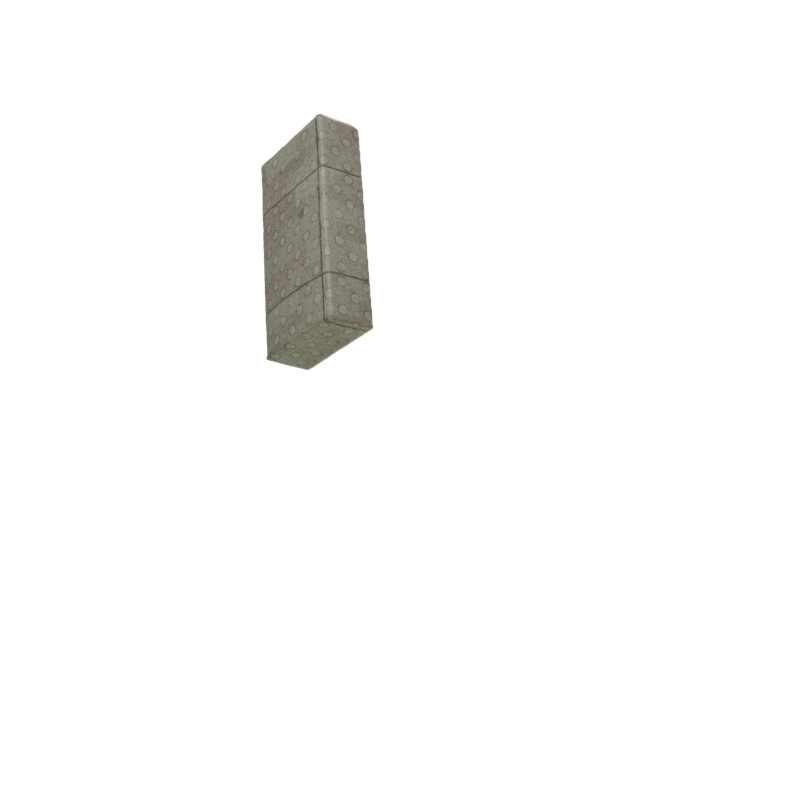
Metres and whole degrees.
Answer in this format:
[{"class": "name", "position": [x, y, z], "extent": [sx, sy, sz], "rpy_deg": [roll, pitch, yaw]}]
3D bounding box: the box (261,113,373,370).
[{"class": "box", "position": [-0.067, -0.122, 0.857], "extent": [0.046, 0.187, 0.093], "rpy_deg": [17, -32, -32]}]
